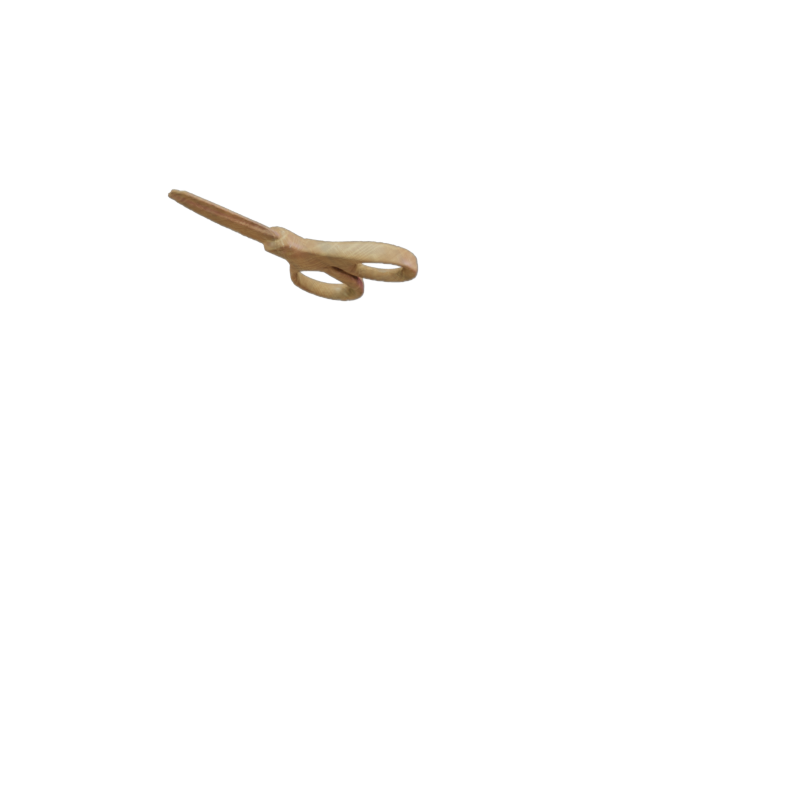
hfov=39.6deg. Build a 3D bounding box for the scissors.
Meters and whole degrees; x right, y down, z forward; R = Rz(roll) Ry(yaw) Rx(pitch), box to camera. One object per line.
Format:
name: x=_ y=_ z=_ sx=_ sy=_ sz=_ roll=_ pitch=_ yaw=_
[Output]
scissors: x=-0.054 y=-0.099 z=0.692 sx=0.098 sy=0.016 sz=0.190 roll=-5 pitch=-15 yaw=19
